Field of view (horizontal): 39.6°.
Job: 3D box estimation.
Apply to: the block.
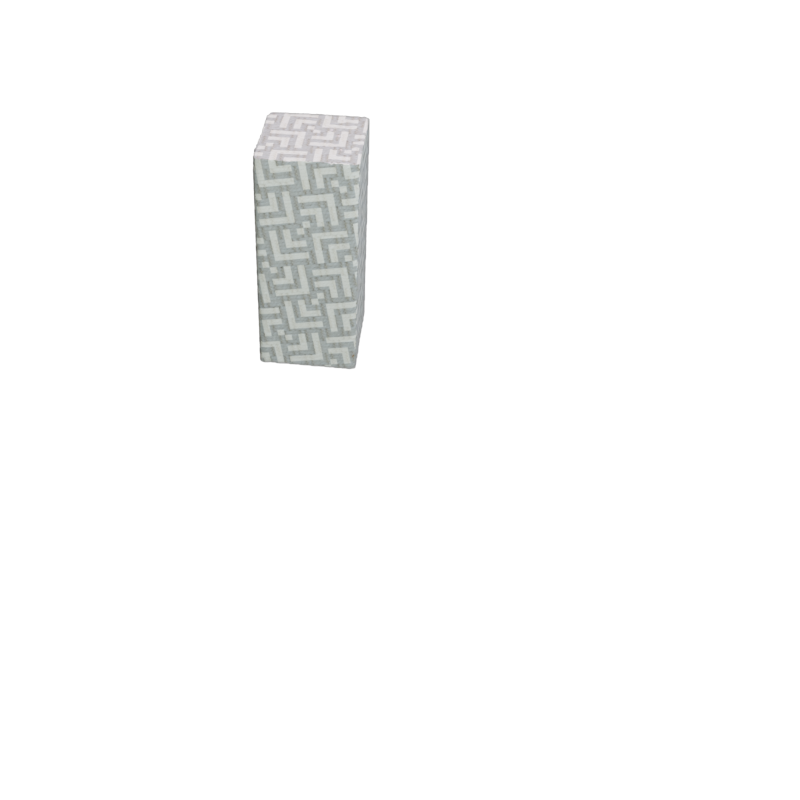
[{"bbox_3d":[-0.077,-0.139,0.974,0.091,0.193,0.096,5,35,3],"label":"block"}]
